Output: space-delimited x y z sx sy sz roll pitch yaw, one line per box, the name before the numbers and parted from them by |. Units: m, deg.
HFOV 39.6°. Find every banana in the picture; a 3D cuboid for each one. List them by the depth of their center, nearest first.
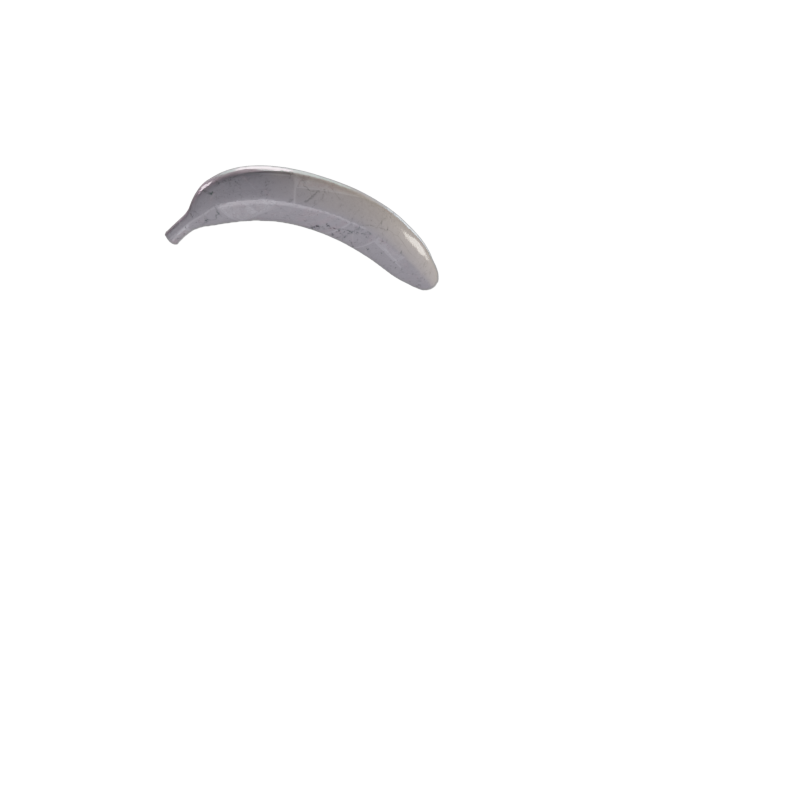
banana | -0.059 -0.124 0.770 0.194 0.066 0.039 11 42 -10
